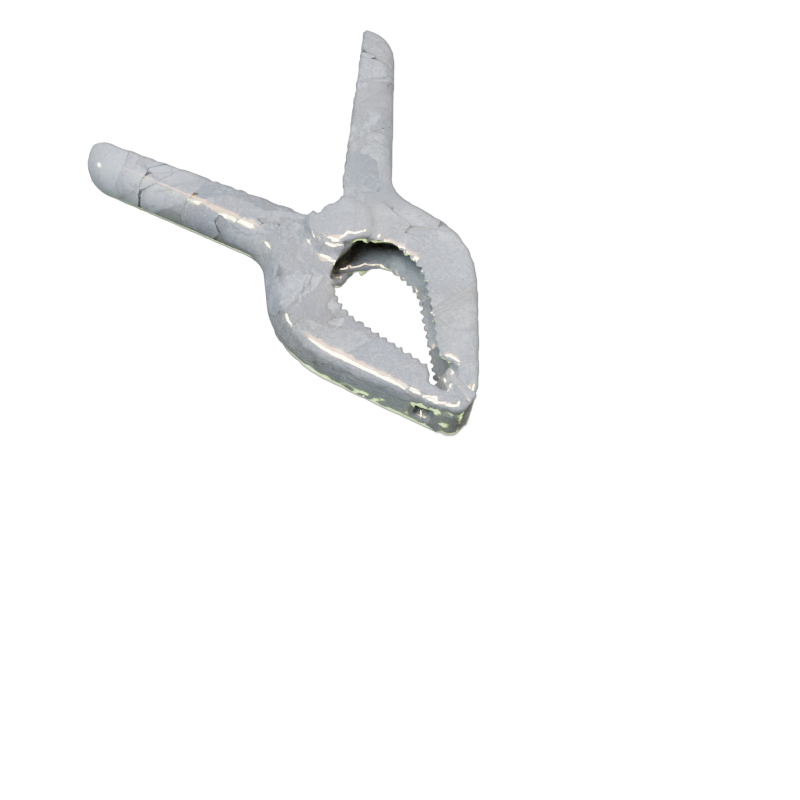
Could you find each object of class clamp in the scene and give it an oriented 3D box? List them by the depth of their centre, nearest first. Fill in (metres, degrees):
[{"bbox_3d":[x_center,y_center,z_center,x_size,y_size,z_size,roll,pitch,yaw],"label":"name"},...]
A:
[{"bbox_3d":[-0.039,-0.072,0.504,0.164,0.225,0.034,-21,-28,-12],"label":"clamp"}]
